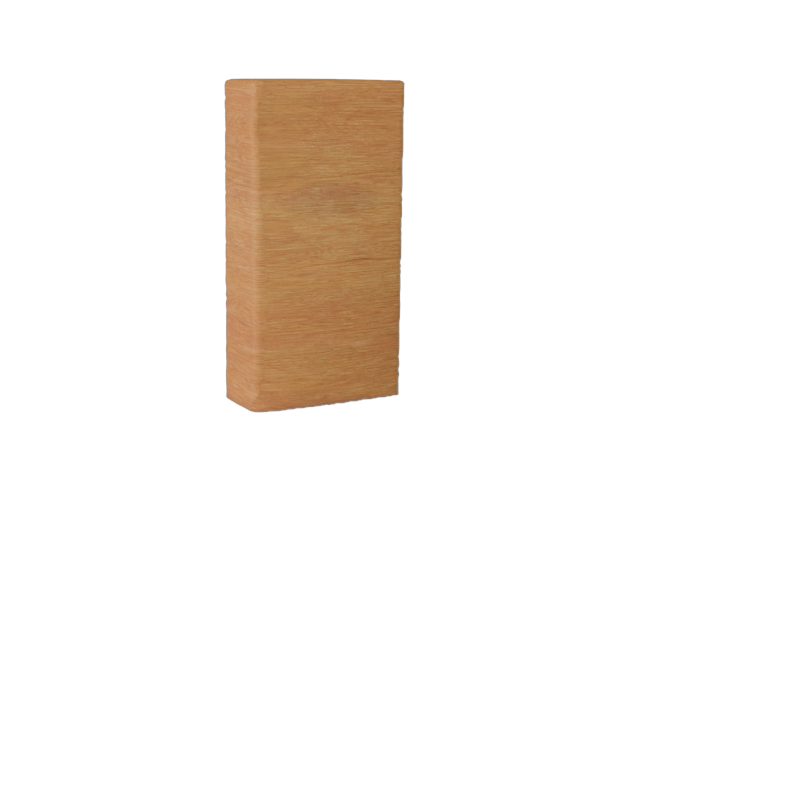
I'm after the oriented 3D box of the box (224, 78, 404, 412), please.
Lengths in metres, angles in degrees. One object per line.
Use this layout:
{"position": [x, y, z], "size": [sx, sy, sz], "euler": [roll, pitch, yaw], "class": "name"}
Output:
{"position": [-0.047, -0.086, 0.605], "size": [0.091, 0.173, 0.050], "euler": [-4, 8, -30], "class": "box"}
